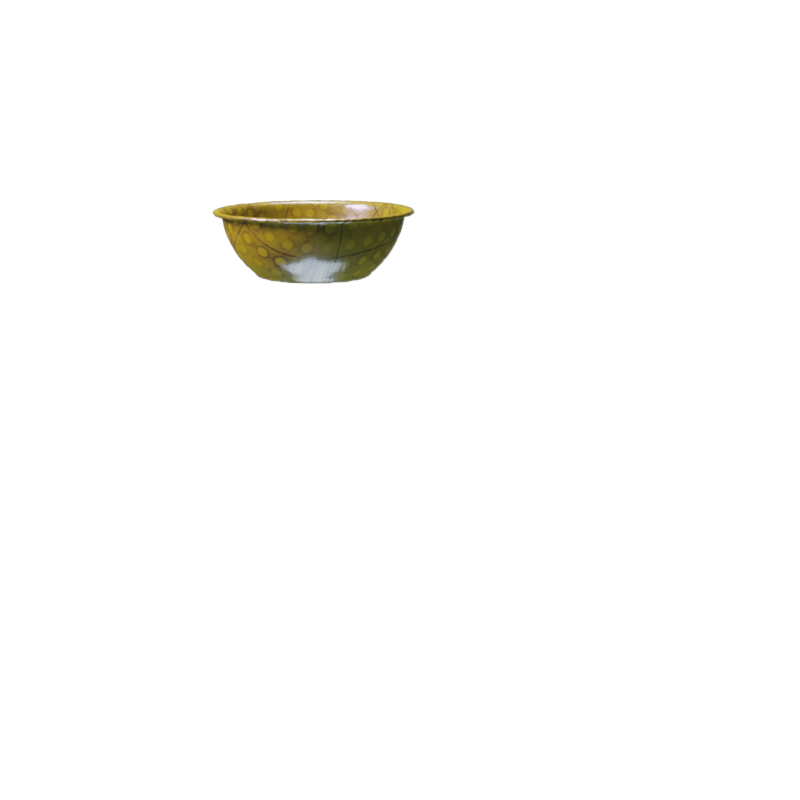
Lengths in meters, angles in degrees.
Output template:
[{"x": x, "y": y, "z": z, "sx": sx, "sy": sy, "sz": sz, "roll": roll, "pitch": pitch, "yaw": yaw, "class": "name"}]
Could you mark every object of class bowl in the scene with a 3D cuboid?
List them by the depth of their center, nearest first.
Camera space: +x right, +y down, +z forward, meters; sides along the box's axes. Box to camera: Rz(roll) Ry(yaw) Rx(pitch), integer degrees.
[{"x": -0.070, "y": -0.128, "z": 0.894, "sx": 0.162, "sy": 0.054, "sz": 0.167, "roll": 0, "pitch": 14, "yaw": -2, "class": "bowl"}]
